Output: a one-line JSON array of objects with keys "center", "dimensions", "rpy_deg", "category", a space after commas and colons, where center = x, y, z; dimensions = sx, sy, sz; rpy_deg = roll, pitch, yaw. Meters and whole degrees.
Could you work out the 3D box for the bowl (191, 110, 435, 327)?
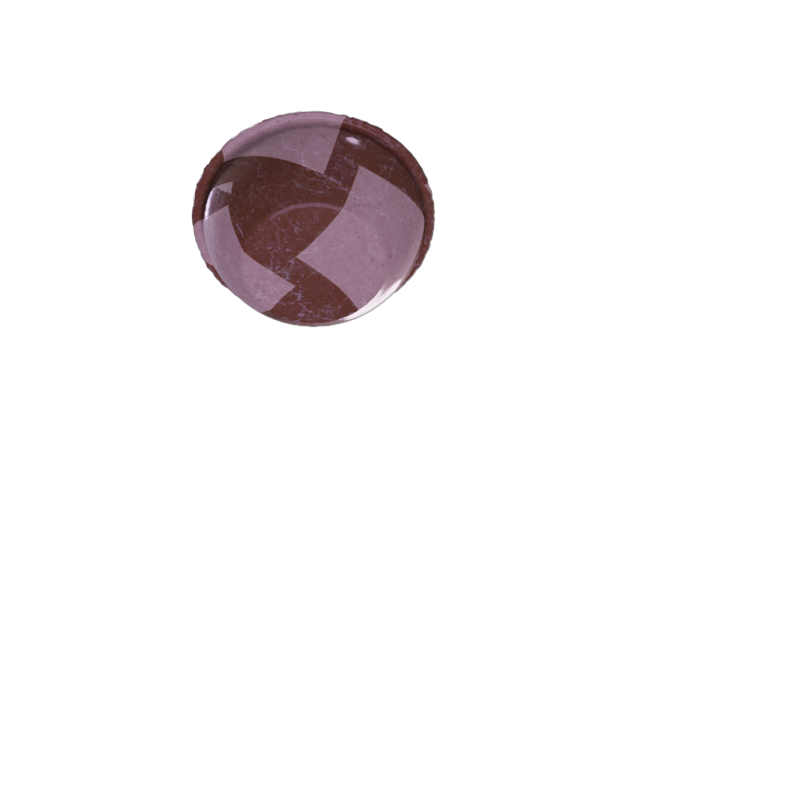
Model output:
[{"center": [-0.056, -0.102, 0.713], "dimensions": [0.162, 0.152, 0.059], "rpy_deg": [1, 35, -1], "category": "bowl"}]
